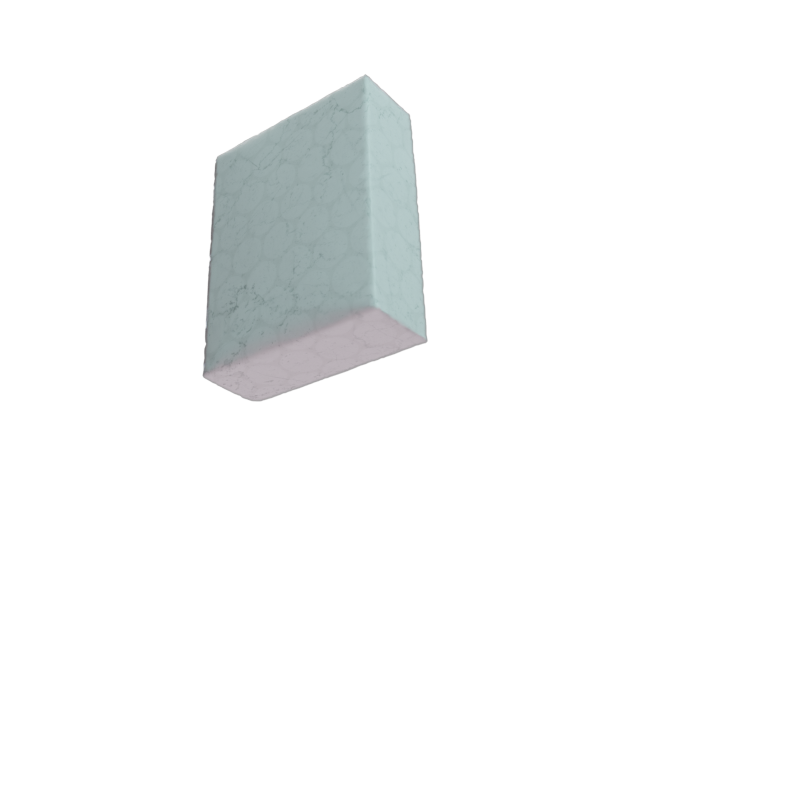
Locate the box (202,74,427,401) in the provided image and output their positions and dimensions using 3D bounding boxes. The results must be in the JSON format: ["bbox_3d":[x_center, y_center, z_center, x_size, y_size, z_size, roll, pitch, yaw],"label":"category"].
[{"bbox_3d":[-0.067,-0.123,0.861,0.165,0.228,0.067,-22,-37,30],"label":"box"}]
